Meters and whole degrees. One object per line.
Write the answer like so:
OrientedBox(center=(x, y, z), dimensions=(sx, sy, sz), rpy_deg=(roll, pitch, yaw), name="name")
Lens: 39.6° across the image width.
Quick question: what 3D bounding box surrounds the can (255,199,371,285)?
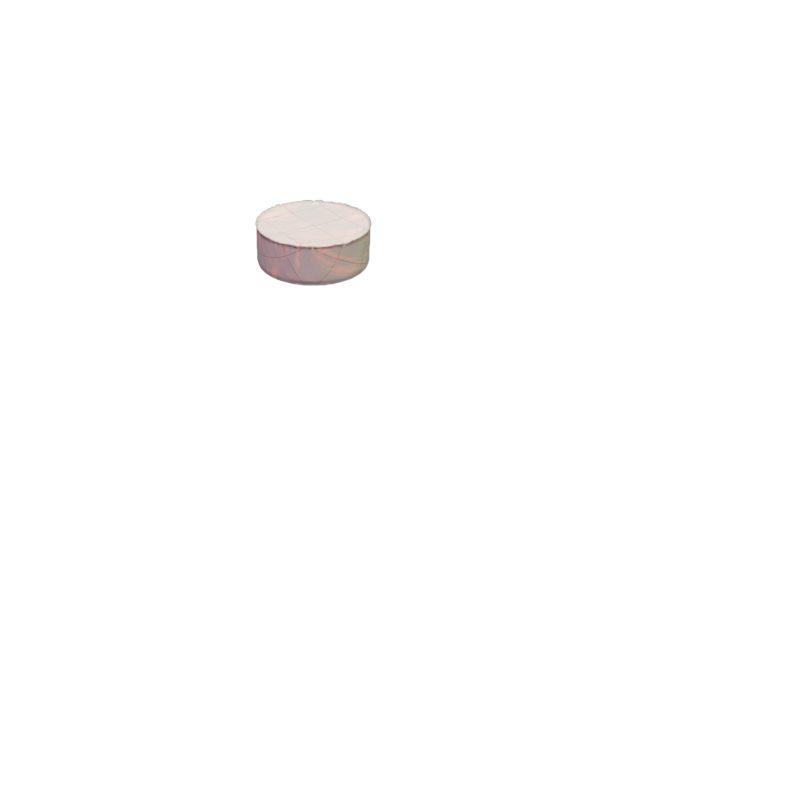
OrientedBox(center=(-0.065, -0.118, 0.826), dimensions=(0.086, 0.032, 0.091), rpy_deg=(-1, 30, -2), name="can")
